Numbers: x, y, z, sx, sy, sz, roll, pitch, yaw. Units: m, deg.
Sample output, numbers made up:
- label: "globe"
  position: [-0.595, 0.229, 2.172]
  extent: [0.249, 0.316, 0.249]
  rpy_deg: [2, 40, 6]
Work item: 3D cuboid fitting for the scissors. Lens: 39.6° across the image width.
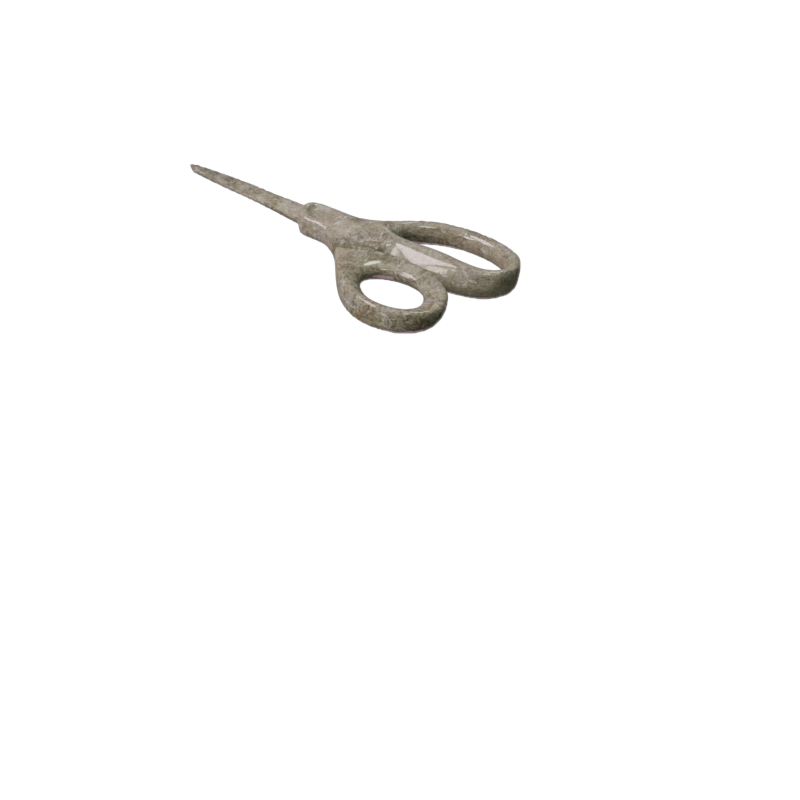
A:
- label: "scissors"
  position: [-0.043, -0.078, 0.549]
  extent: [0.210, 0.015, 0.098]
  rpy_deg: [16, 38, 22]
